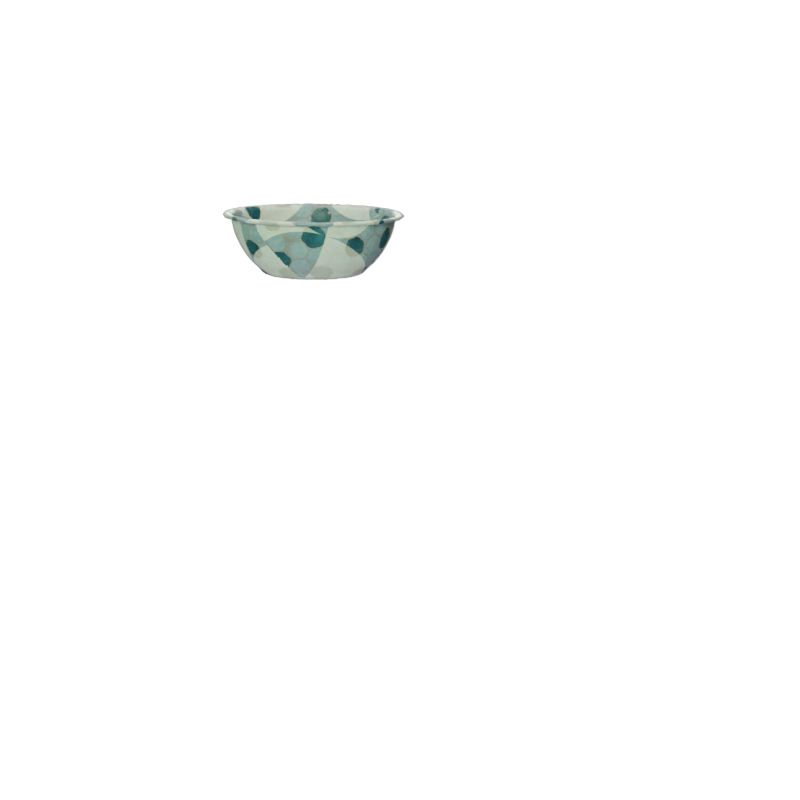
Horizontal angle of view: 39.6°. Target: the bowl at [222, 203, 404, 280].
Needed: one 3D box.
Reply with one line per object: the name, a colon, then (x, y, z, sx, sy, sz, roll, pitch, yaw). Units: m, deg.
bowl: (-0.078, -0.142, 0.994, 0.162, 0.054, 0.167, 0, 15, -2)
